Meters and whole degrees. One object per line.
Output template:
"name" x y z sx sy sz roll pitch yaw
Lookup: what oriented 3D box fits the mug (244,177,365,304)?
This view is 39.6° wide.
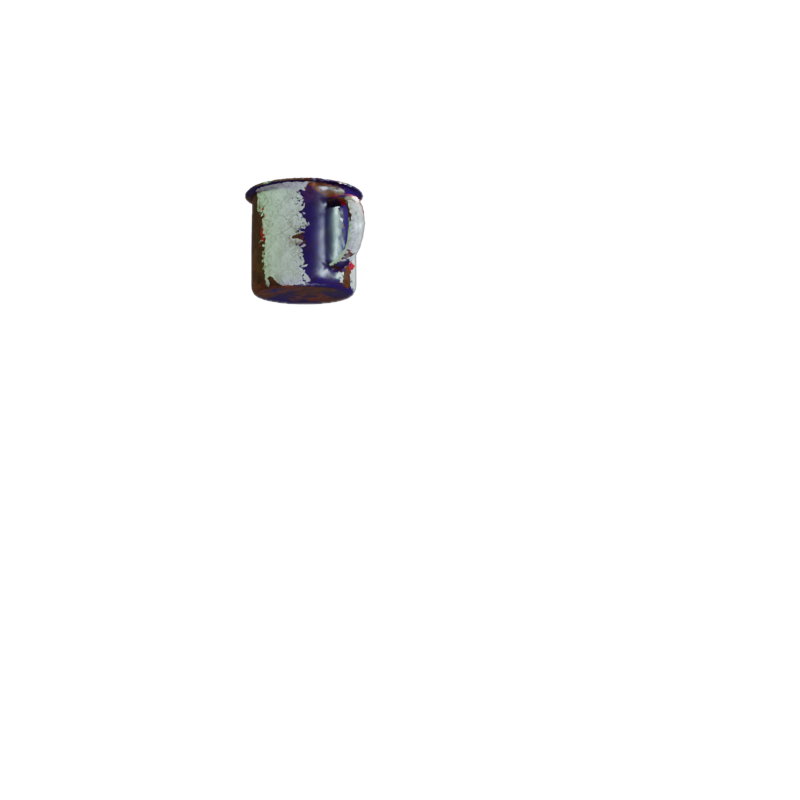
"mug" -0.067 -0.122 0.855 0.089 0.084 0.120 8 -13 -40
